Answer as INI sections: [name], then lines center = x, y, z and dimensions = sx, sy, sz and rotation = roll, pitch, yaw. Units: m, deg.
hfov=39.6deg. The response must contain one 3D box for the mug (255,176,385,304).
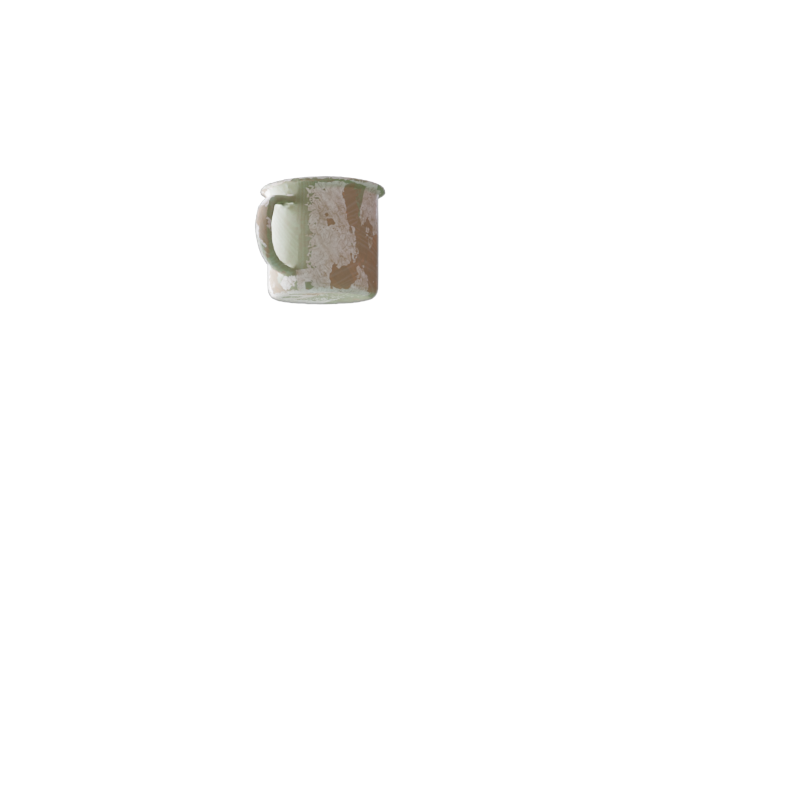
[mug]
center = -0.063, -0.116, 0.810
dimensions = 0.096, 0.083, 0.112
rotation = -4, -6, 33
